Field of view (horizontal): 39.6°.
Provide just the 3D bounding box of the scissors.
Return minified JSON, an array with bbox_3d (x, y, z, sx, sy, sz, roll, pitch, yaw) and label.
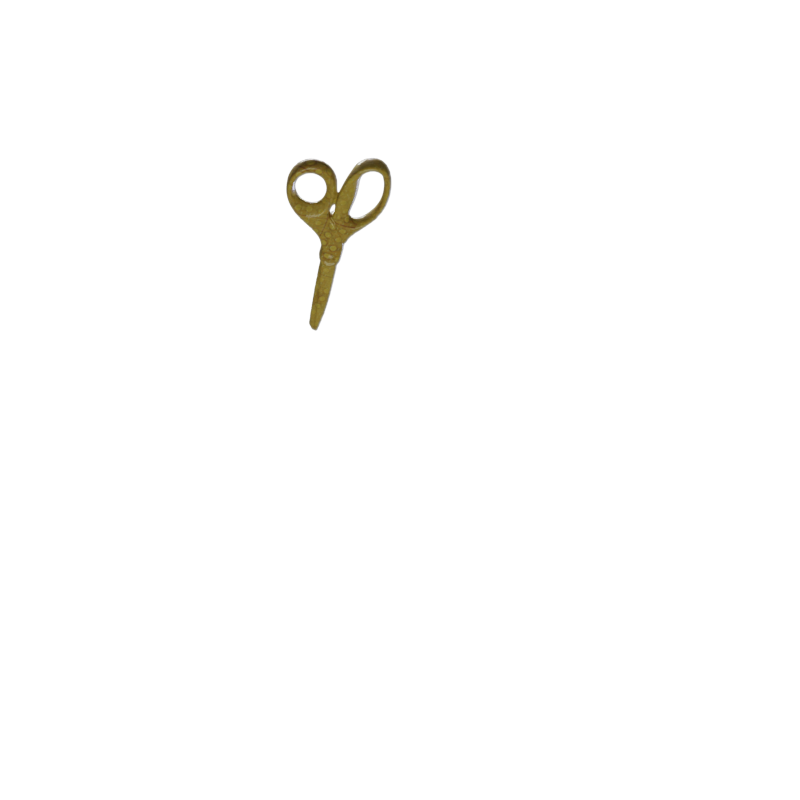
[{"bbox_3d":[-0.076,-0.138,0.969,0.093,0.017,0.194,20,-48,-19],"label":"scissors"}]
